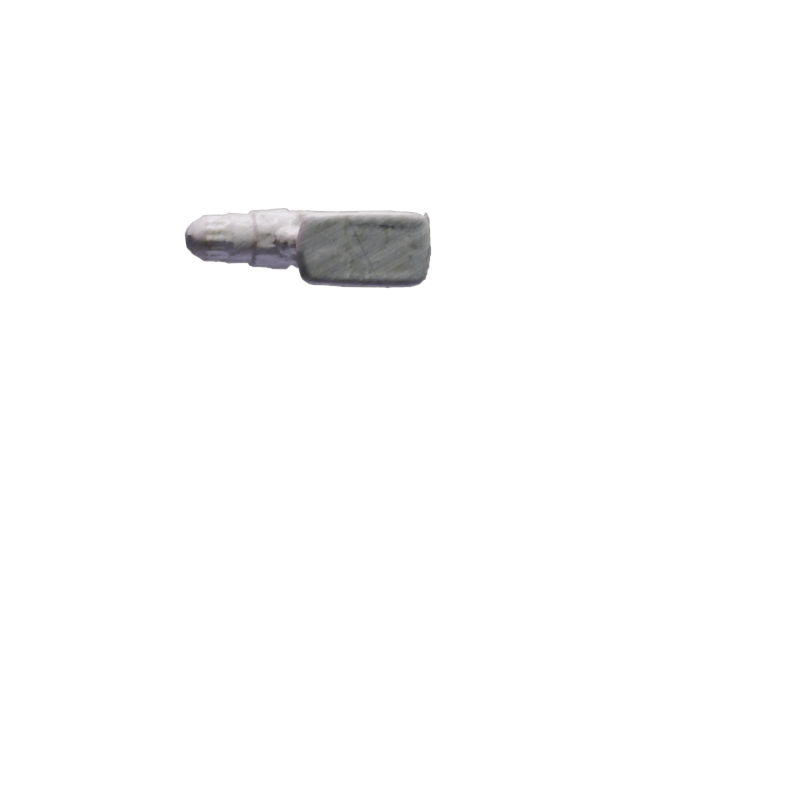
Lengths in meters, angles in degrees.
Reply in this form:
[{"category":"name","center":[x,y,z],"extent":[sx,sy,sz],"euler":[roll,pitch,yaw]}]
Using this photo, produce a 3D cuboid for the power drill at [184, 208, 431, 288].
[{"category":"power drill","center":[-0.070,-0.127,0.889],"extent":[0.181,0.056,0.195],"euler":[-4,12,-17]}]
